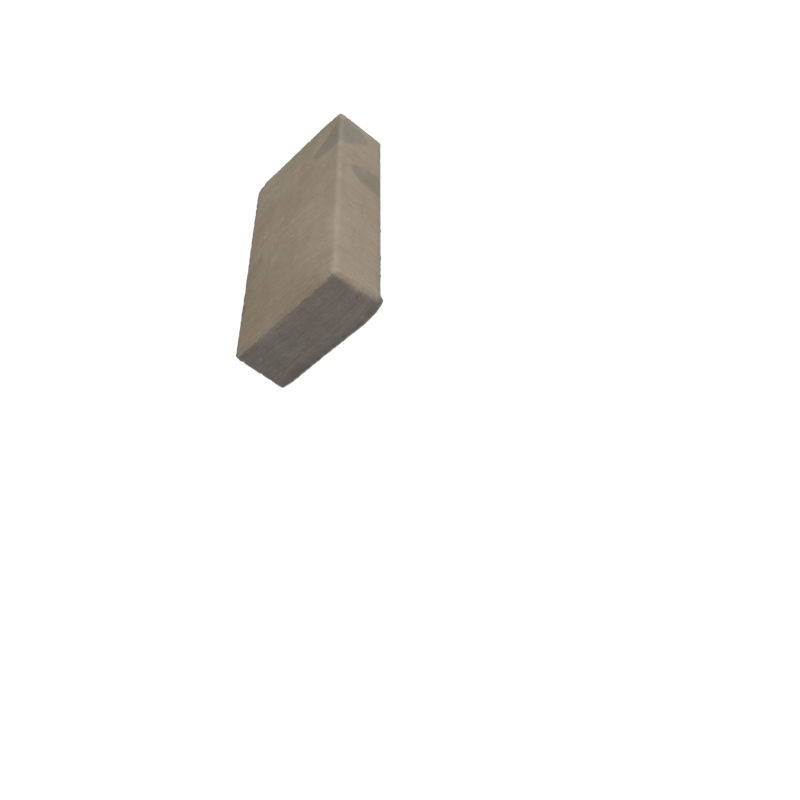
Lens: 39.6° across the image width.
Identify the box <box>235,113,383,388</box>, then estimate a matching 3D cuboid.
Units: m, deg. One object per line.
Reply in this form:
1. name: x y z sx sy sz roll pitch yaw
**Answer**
1. box: -0.056 -0.102 0.717 0.045 0.189 0.092 34 -57 -30
